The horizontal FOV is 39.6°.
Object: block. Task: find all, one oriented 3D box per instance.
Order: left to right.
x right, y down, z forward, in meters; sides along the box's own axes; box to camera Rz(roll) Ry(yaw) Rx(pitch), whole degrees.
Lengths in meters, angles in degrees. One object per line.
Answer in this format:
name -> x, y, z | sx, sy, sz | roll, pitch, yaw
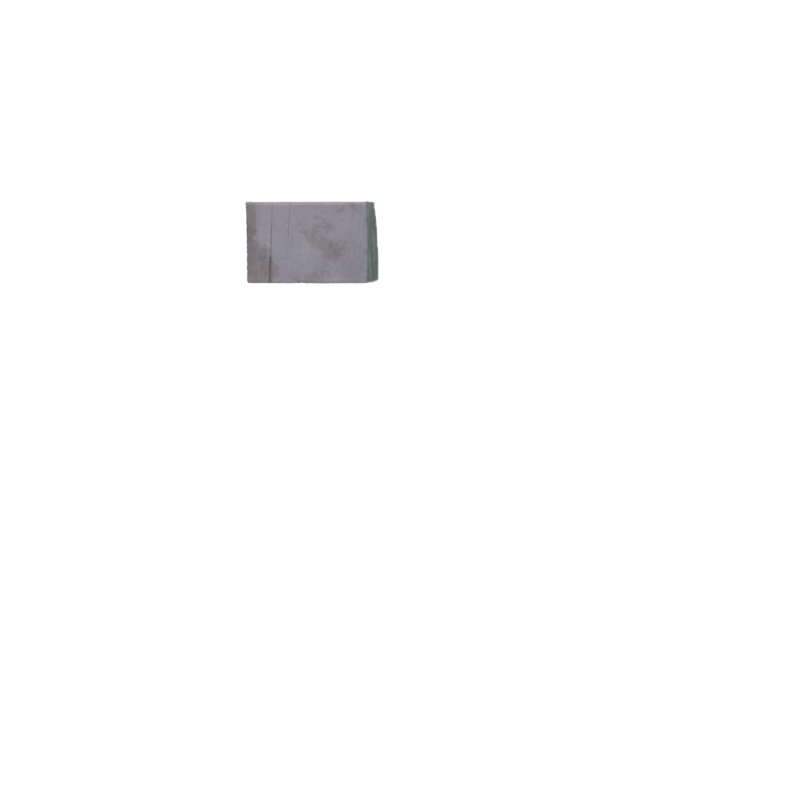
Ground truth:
block -> -0.055, -0.100, 0.699 | 0.079, 0.051, 0.053 | 1, 4, 7
